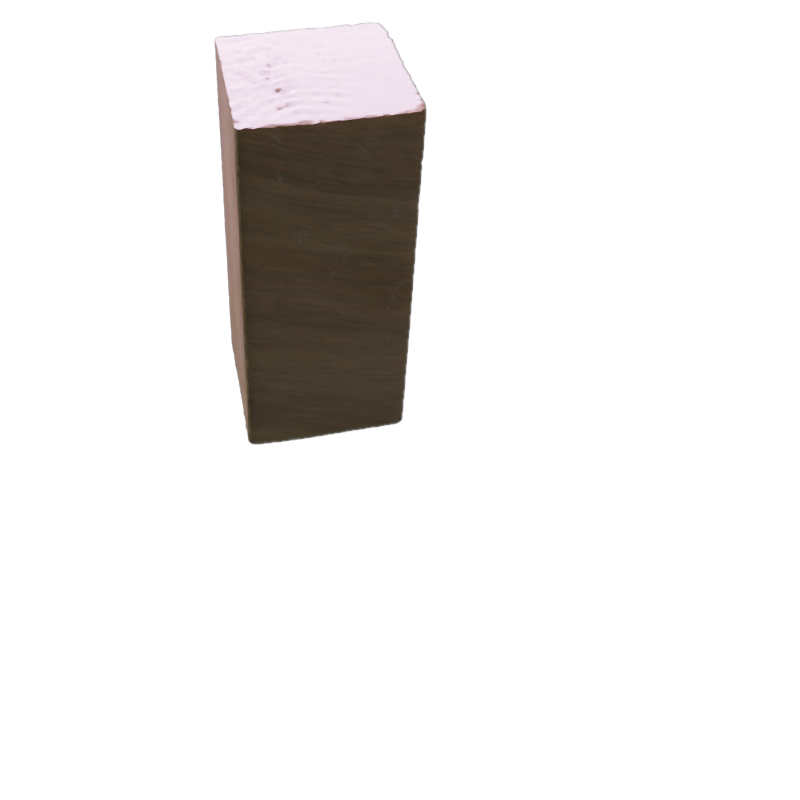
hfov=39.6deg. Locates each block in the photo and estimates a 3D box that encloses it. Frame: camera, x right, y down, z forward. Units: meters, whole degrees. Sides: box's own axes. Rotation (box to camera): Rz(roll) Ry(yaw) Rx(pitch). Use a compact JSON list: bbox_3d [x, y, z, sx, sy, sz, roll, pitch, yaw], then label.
[{"bbox_3d":[-0.045,-0.084,0.589,0.089,0.192,0.098,-7,42,-11],"label":"block"}]
